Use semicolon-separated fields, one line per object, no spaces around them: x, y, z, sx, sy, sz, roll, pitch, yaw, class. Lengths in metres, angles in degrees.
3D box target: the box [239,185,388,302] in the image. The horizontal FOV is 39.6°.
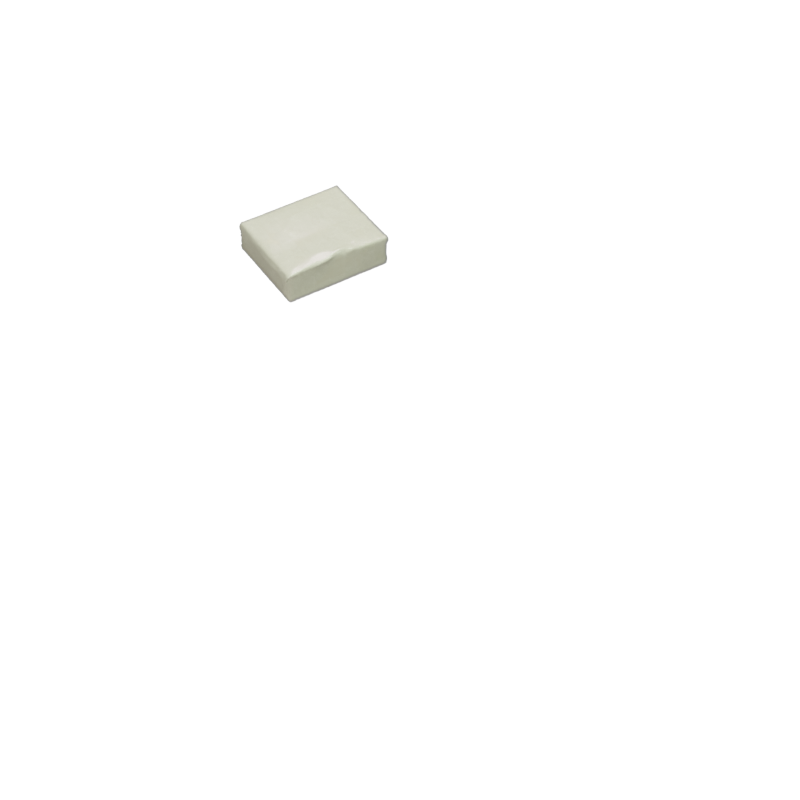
-0.065;-0.119;0.834;0.089;0.028;0.079;-24;50;-23;box
